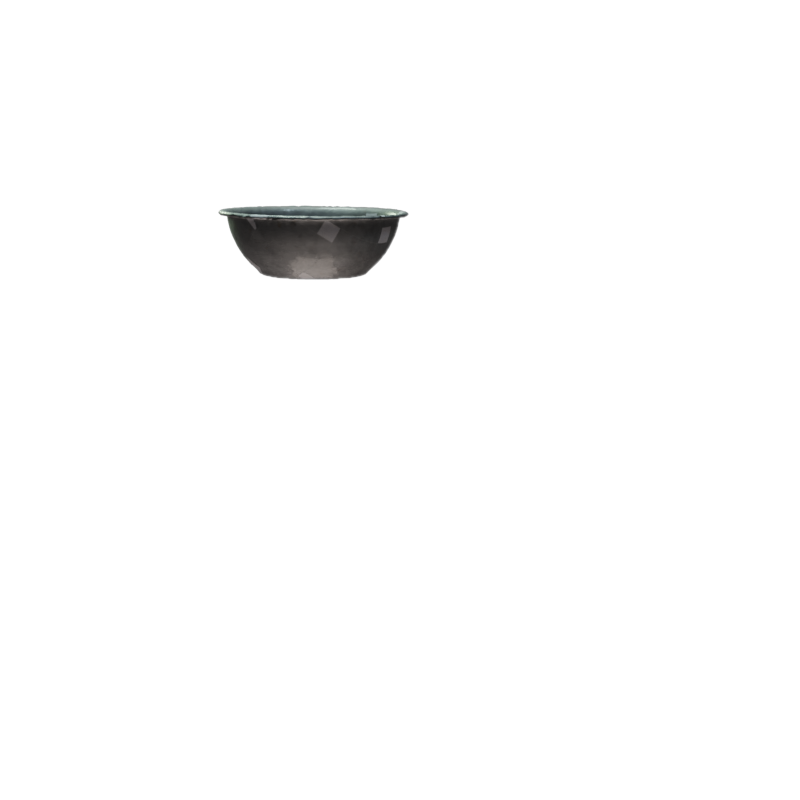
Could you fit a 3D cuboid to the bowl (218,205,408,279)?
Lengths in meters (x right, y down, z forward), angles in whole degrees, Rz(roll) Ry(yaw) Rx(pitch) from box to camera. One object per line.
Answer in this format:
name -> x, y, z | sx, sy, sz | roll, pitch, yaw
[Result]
bowl -> -0.074, -0.135, 0.947 | 0.162, 0.054, 0.166 | 0, 12, -2
